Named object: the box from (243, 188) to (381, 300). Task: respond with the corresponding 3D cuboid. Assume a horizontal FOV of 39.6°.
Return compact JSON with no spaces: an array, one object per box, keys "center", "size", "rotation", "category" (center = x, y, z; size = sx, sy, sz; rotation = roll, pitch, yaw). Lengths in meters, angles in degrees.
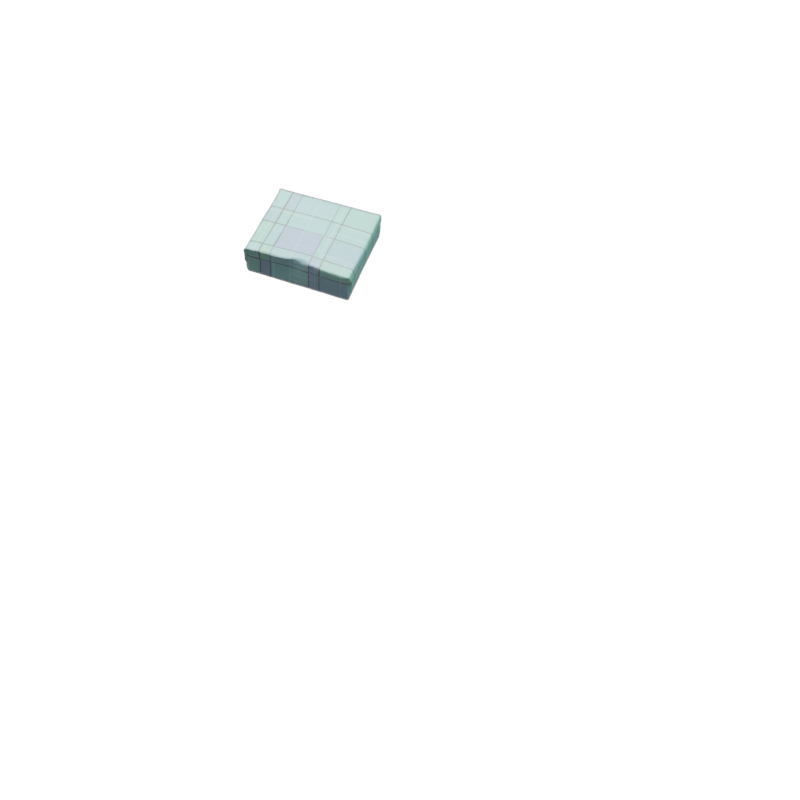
[{"center":[-0.069,-0.125,0.875],"size":[0.092,0.076,0.028],"rotation":[17,-38,13],"category":"box"}]
